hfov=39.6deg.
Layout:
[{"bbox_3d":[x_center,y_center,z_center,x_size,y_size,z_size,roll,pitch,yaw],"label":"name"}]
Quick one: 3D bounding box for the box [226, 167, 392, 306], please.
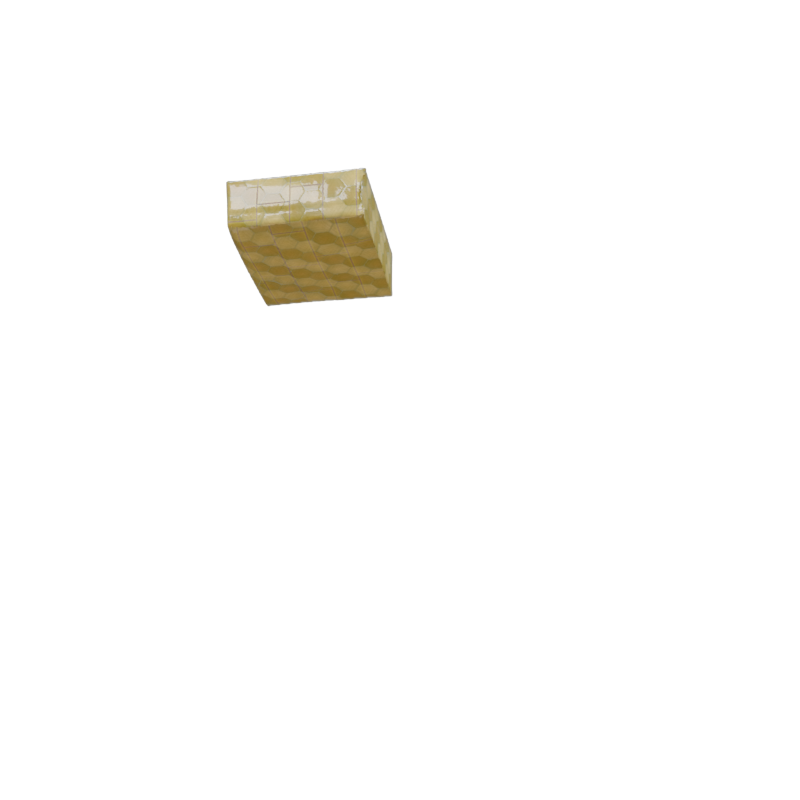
[{"bbox_3d":[-0.057,-0.103,0.721,0.091,0.041,0.106,-4,-23,9],"label":"box"}]
